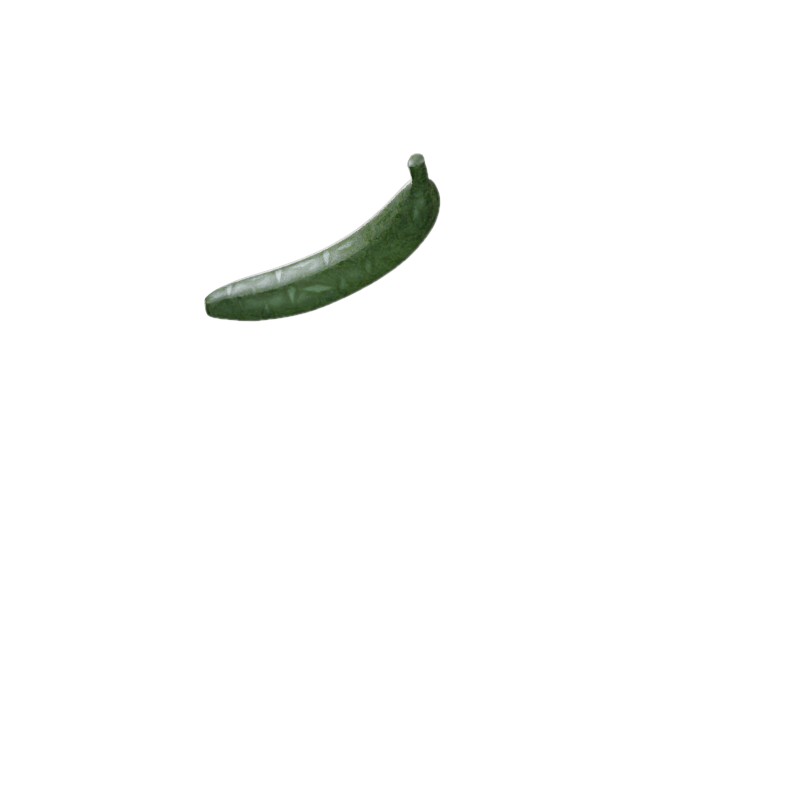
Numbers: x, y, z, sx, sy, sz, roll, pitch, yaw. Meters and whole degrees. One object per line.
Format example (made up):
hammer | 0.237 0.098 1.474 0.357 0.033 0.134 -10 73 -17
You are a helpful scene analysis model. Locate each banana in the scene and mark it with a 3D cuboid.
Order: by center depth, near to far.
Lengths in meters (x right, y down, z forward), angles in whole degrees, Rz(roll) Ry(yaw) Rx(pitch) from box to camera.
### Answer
banana | -0.042 -0.098 0.740 0.197 0.039 0.065 -31 -52 28
